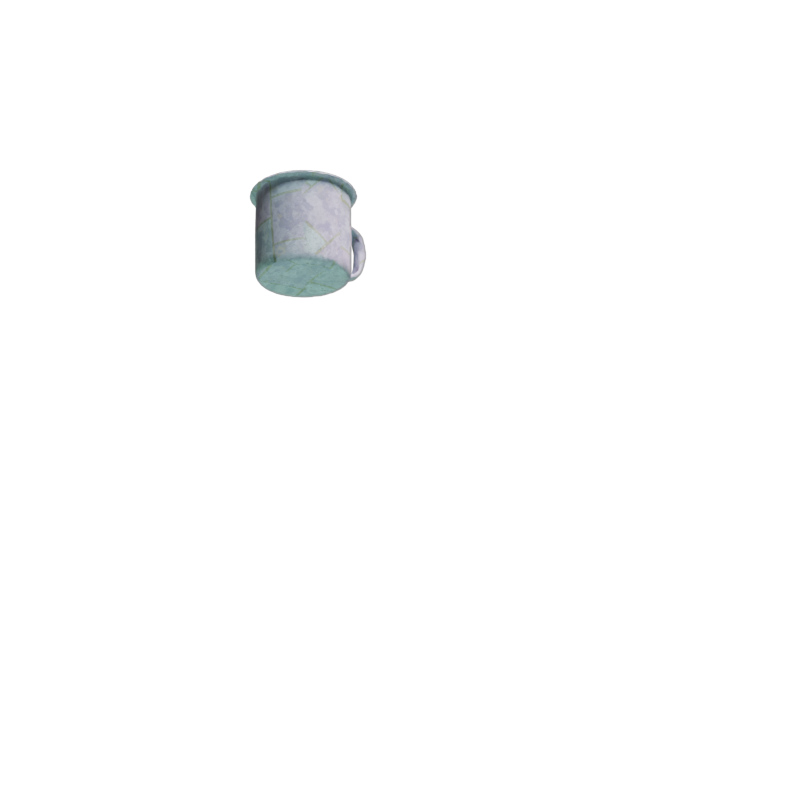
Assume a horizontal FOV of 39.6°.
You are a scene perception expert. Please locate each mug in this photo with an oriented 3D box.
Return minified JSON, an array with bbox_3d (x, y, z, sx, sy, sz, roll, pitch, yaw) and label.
[{"bbox_3d":[-0.075,-0.136,0.956,0.094,0.086,0.110,-20,-28,40],"label":"mug"}]
